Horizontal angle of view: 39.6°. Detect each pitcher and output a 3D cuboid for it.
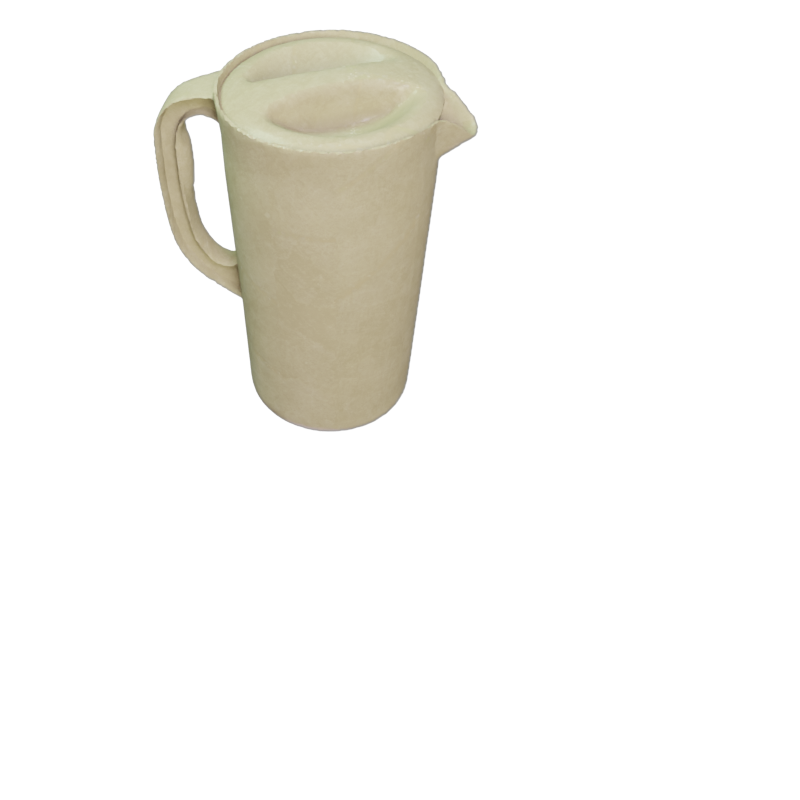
[{"bbox_3d":[-0.054,-0.099,0.695,0.144,0.226,0.160,-26,50,-28],"label":"pitcher"}]
